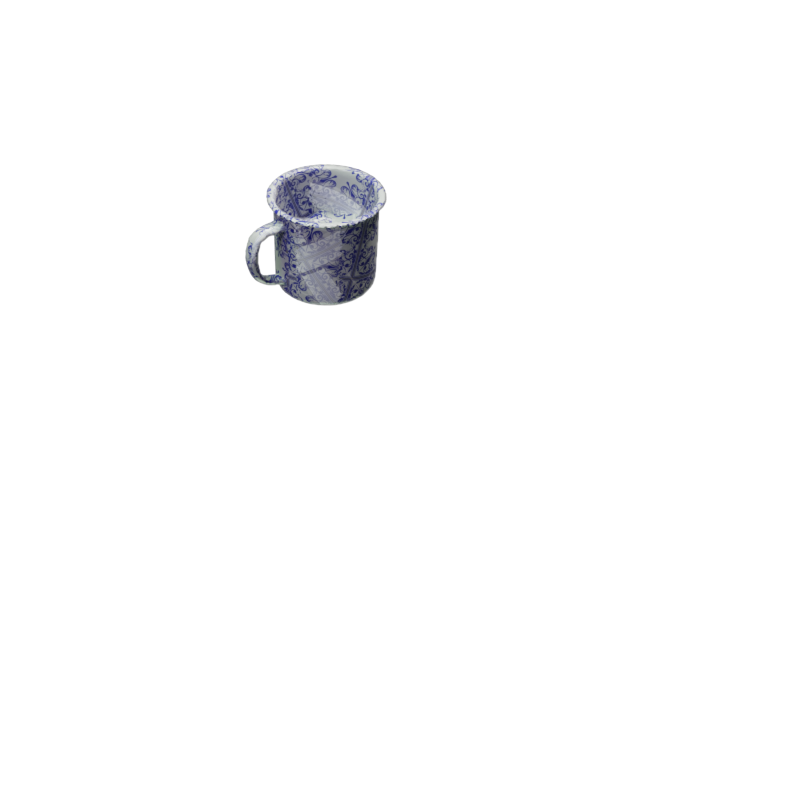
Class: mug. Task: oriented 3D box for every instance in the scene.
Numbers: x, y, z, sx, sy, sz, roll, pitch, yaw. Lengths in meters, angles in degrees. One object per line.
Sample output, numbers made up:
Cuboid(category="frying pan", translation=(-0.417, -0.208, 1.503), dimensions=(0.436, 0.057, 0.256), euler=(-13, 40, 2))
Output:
Cuboid(category="mug", translation=(-0.068, -0.125, 0.872), dimensions=(0.116, 0.076, 0.100), euler=(-24, 44, -28))
